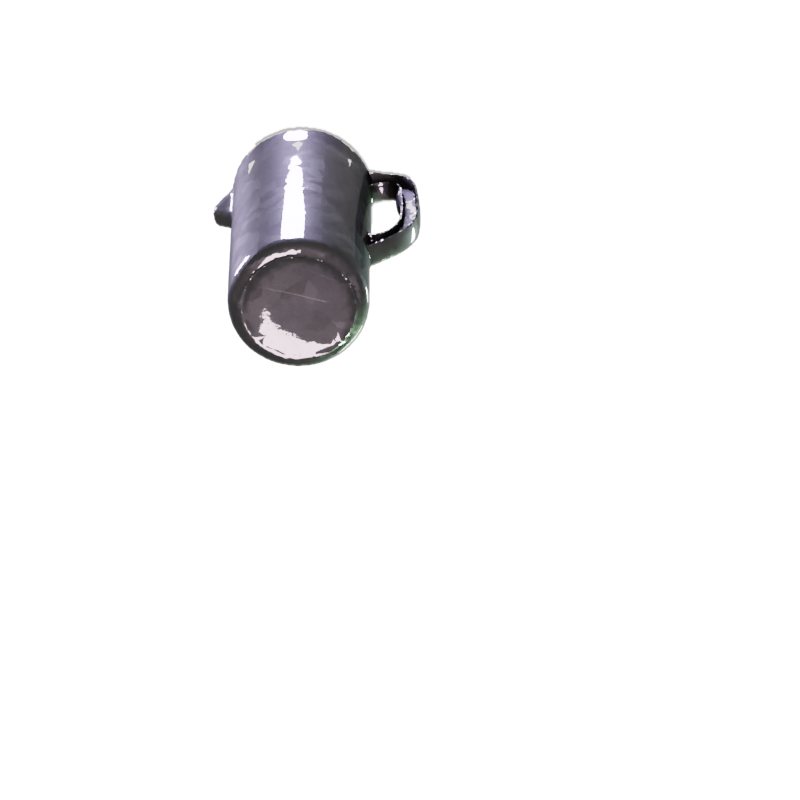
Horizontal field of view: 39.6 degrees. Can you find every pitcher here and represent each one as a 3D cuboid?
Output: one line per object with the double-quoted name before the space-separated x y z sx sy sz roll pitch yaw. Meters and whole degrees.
"pitcher" -0.074 -0.134 0.940 0.139 0.146 0.258 33 22 -19
